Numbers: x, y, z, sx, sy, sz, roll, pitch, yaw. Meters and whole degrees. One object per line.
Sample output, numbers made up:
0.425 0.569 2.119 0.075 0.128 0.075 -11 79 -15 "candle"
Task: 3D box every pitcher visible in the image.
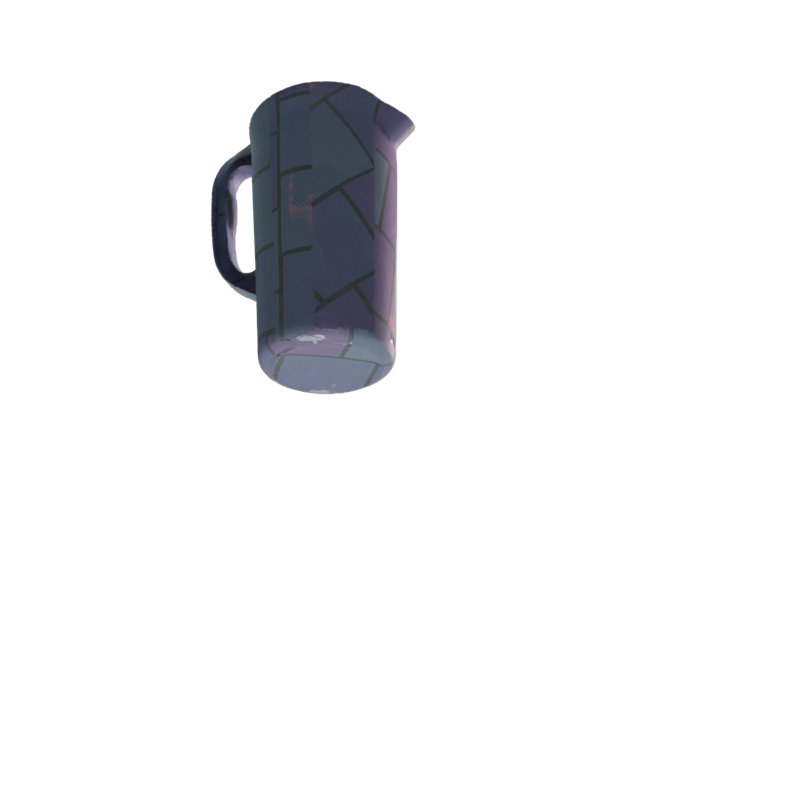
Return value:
-0.072 -0.132 0.925 0.140 0.259 0.145 12 -33 -22 "pitcher"
